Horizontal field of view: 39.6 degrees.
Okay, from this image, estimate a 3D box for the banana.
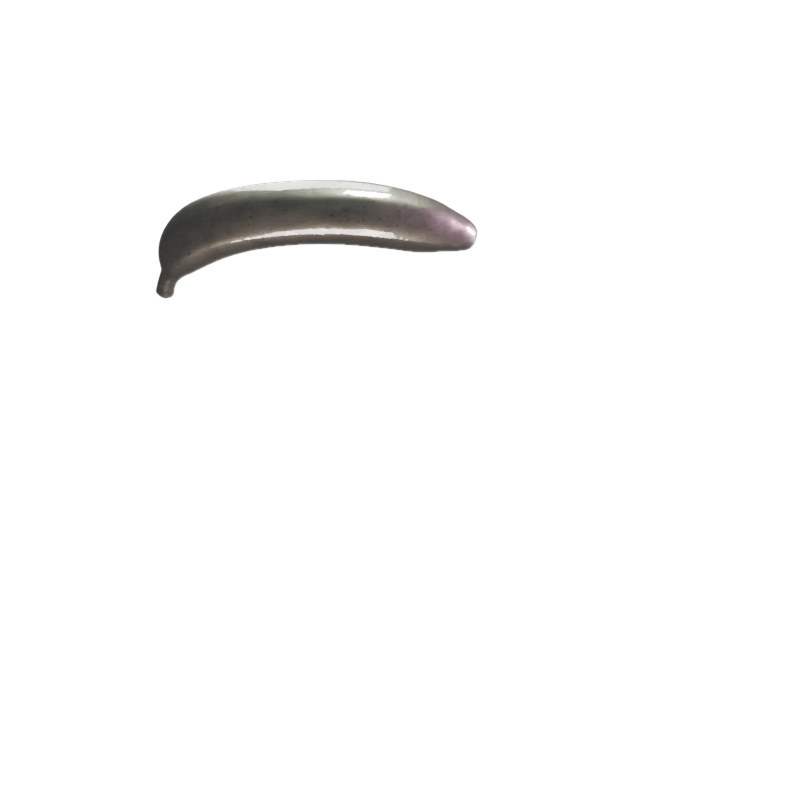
[{"bbox_3d":[-0.059,-0.099,0.636,0.200,0.039,0.065,-6,-24,13],"label":"banana"}]
